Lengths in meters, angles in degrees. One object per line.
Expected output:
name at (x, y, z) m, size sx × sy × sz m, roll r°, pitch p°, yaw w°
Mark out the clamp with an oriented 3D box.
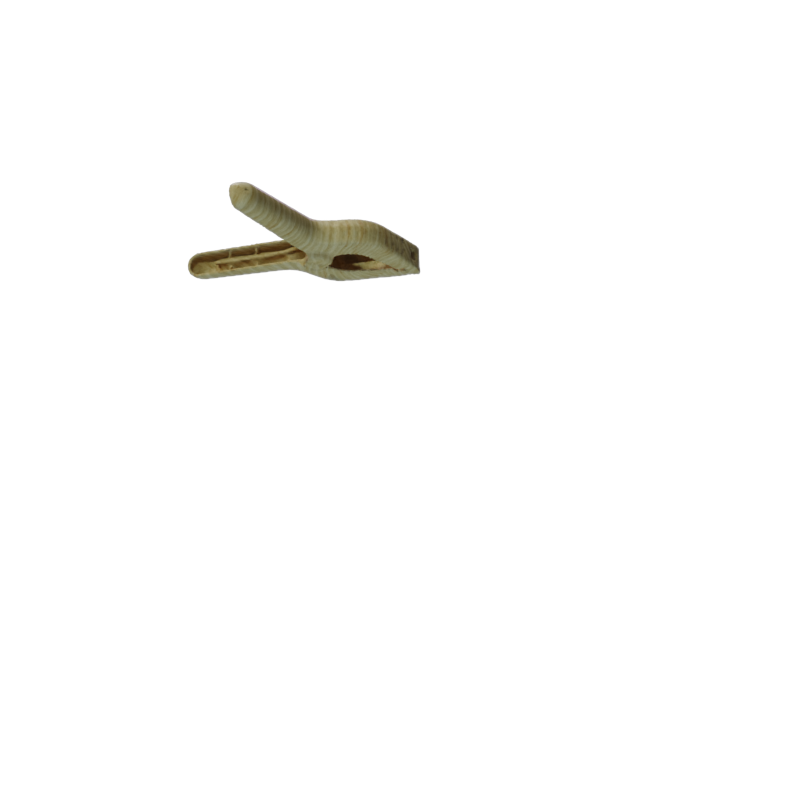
clamp at (-0.078, -0.142, 0.996) m, size 0.206 × 0.038 × 0.159 m, roll 4°, pitch -19°, yaw -12°
